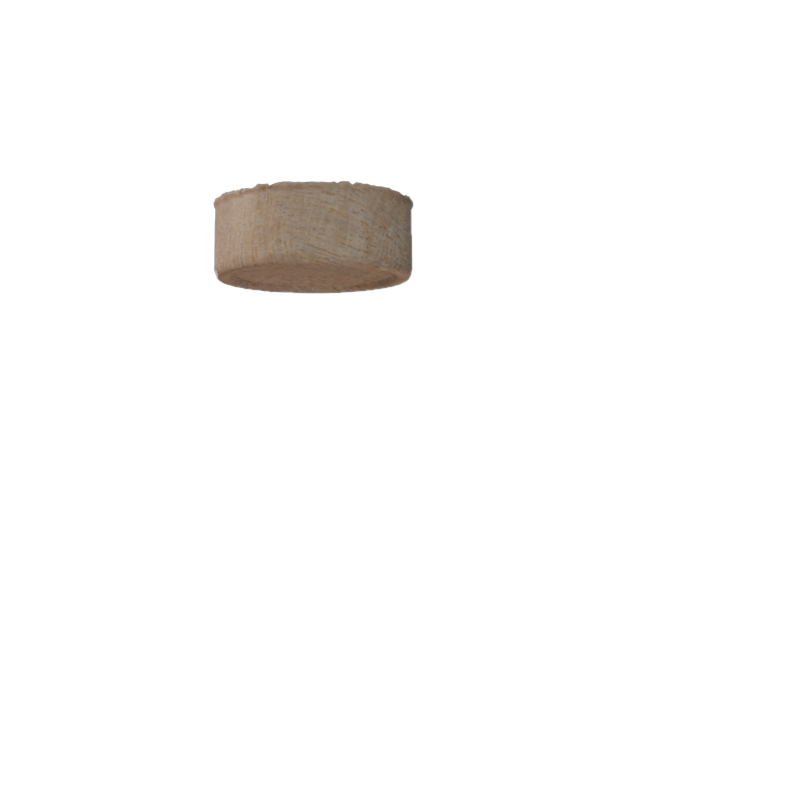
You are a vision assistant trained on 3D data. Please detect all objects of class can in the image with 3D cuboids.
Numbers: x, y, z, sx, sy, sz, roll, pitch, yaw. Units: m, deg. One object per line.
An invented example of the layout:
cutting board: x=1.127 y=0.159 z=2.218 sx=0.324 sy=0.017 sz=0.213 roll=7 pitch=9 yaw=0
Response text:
can: x=-0.037 y=-0.068 z=0.474 sx=0.086 sy=0.034 sz=0.085 roll=0 pitch=-4 yaw=-2
